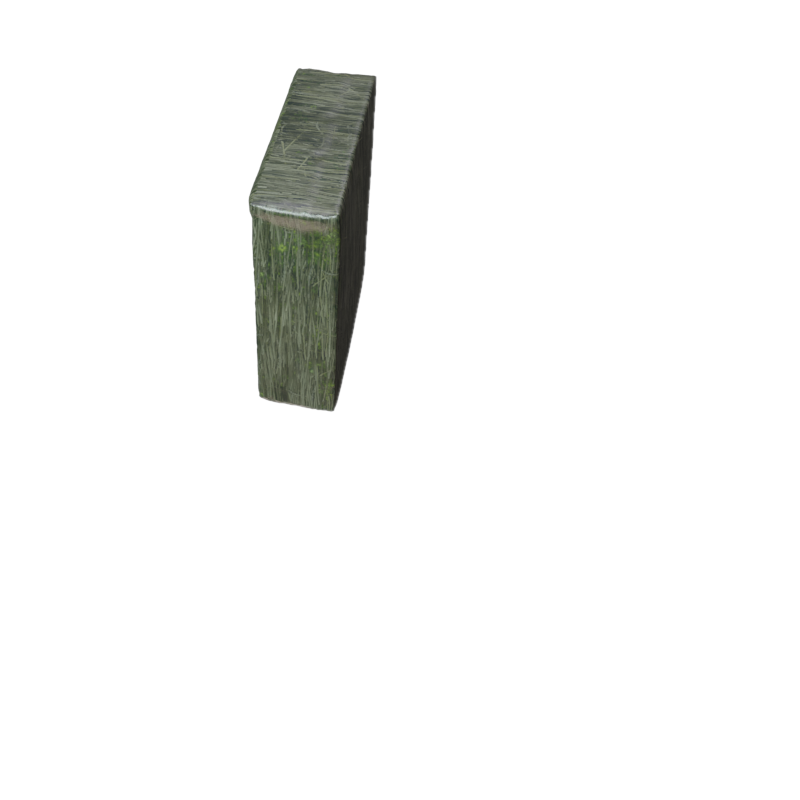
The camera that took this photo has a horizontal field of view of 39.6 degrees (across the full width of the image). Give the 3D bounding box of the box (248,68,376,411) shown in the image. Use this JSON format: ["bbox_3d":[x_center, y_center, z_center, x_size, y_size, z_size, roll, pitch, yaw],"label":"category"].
[{"bbox_3d":[-0.067,-0.123,0.861,0.072,0.174,0.199,8,-42,3],"label":"box"}]
